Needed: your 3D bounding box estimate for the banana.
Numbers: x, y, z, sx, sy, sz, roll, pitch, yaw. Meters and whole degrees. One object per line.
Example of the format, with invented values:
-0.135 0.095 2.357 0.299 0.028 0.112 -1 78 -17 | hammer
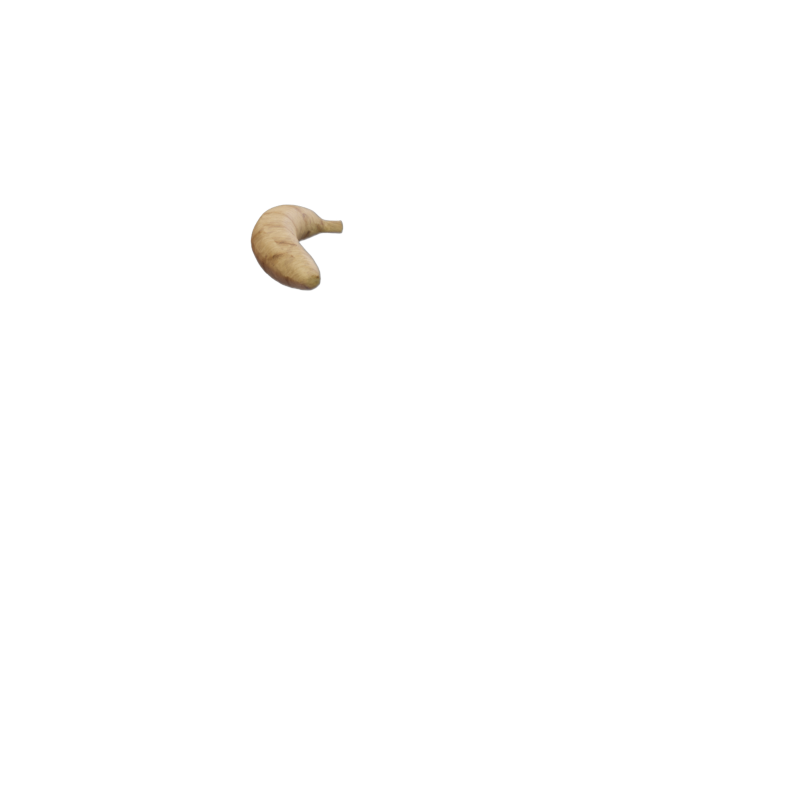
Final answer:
-0.089 -0.132 0.911 0.070 0.035 0.205 1 22 3 | banana
